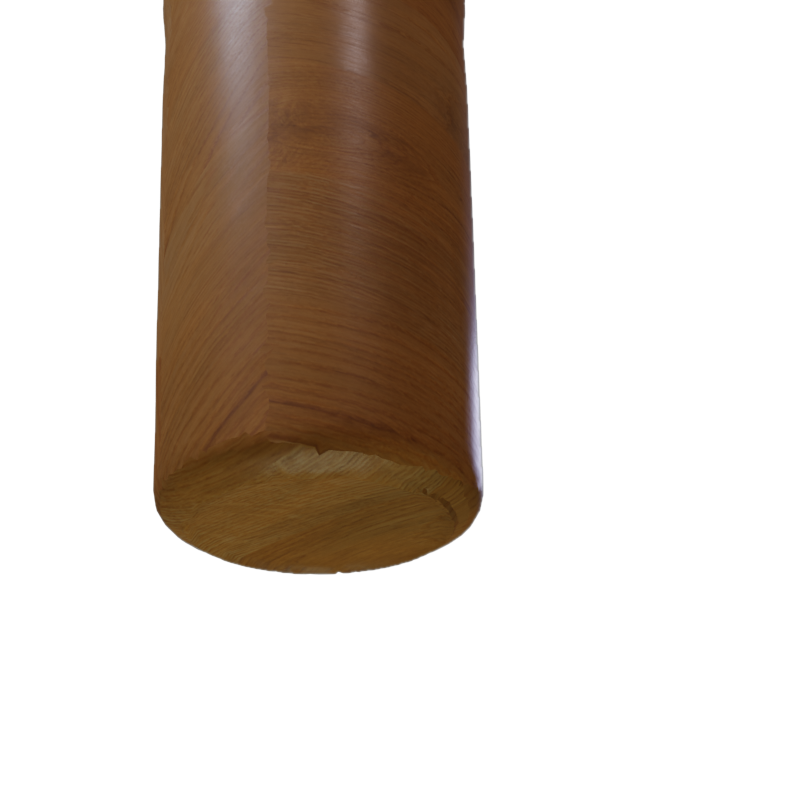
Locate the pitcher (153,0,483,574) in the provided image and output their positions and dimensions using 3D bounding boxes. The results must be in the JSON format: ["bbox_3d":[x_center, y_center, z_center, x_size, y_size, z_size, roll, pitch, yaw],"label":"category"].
[{"bbox_3d":[-0.034,-0.062,0.435,0.146,0.259,0.138,-20,-36,26],"label":"pitcher"}]
